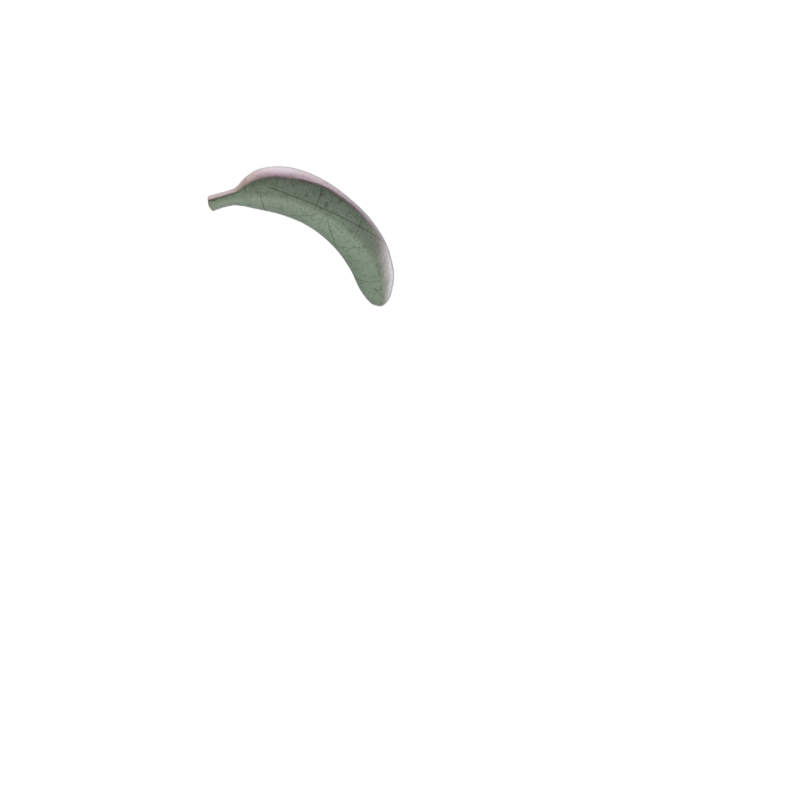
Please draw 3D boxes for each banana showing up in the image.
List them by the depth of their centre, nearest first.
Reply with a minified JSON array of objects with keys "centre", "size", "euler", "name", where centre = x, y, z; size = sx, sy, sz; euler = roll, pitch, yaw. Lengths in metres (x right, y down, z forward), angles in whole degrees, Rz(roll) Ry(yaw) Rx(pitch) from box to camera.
[{"centre":[-0.059,-0.137,0.889],"size":[0.185,0.039,0.069],"euler":[30,-46,-35],"name":"banana"}]
